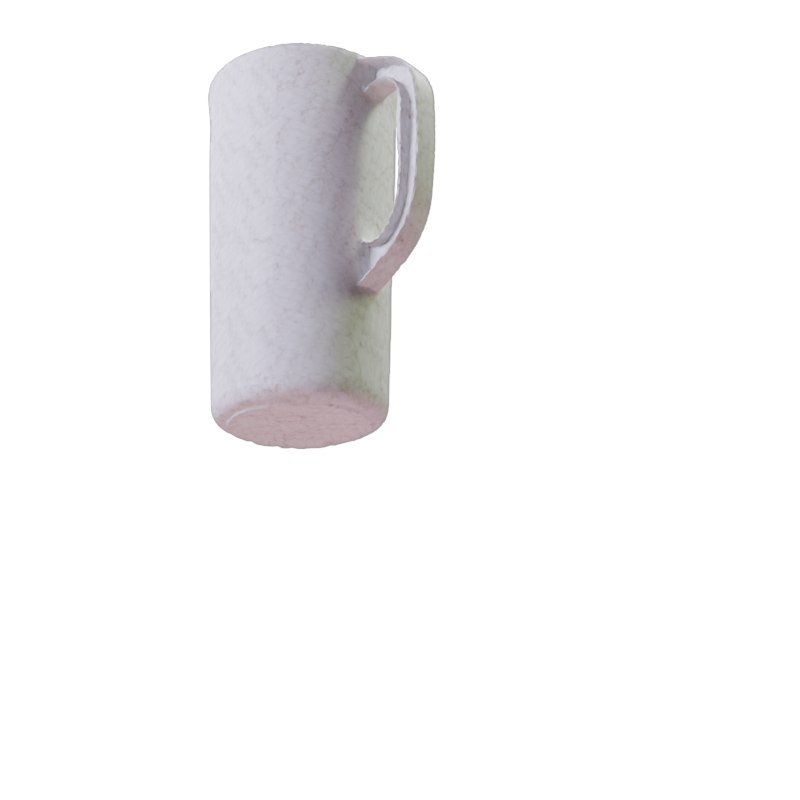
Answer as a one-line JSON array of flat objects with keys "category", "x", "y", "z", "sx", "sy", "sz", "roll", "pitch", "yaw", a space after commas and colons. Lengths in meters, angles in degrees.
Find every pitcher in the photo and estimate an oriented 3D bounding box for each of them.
[{"category": "pitcher", "x": -0.056, "y": -0.102, "z": 0.713, "sx": 0.144, "sy": 0.257, "sz": 0.142, "roll": 1, "pitch": -24, "yaw": -5}]
